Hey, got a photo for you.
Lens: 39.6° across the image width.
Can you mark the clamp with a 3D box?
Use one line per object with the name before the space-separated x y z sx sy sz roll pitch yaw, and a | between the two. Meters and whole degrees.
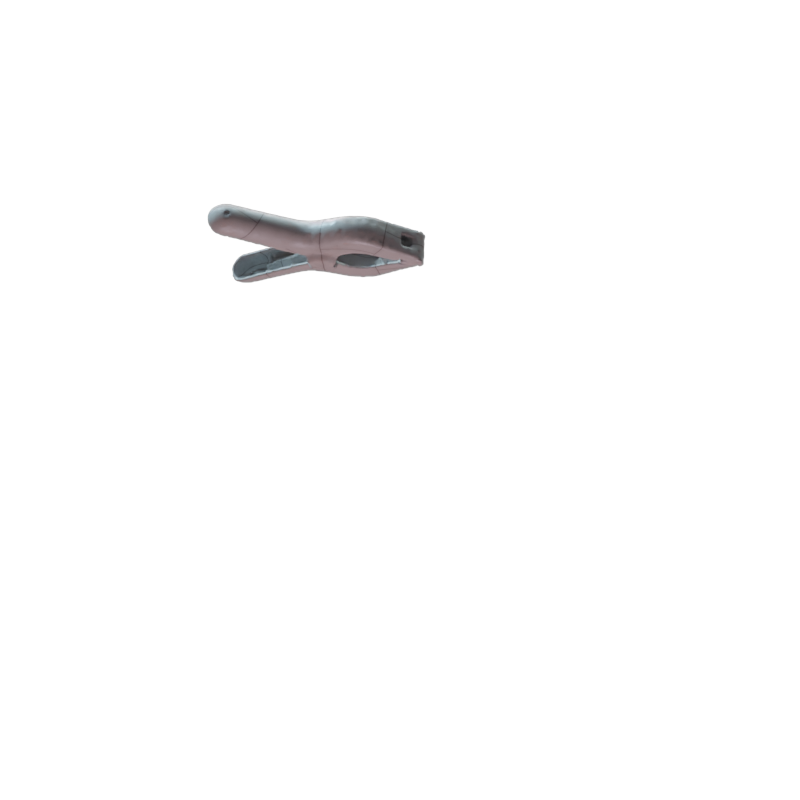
clamp | -0.069 -0.126 0.885 0.174 0.041 0.114 -3 -12 13
